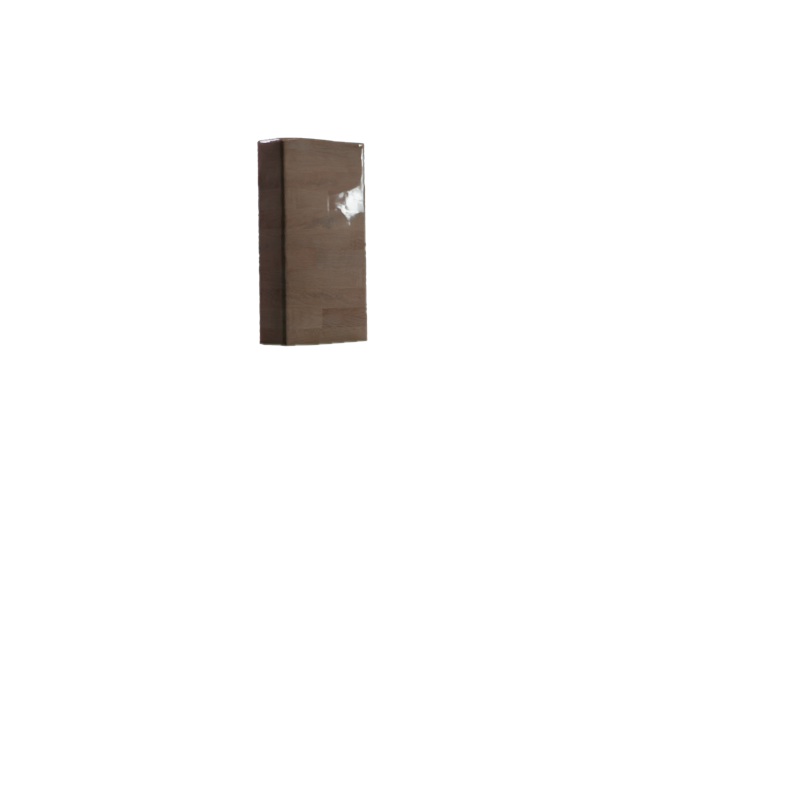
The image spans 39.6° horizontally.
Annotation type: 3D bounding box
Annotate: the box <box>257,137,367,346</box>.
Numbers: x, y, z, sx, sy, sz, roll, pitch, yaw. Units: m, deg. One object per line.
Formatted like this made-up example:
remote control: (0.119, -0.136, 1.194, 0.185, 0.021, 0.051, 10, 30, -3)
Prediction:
box: (-0.075, -0.137, 0.963, 0.090, 0.176, 0.050, -2, 2, -39)
